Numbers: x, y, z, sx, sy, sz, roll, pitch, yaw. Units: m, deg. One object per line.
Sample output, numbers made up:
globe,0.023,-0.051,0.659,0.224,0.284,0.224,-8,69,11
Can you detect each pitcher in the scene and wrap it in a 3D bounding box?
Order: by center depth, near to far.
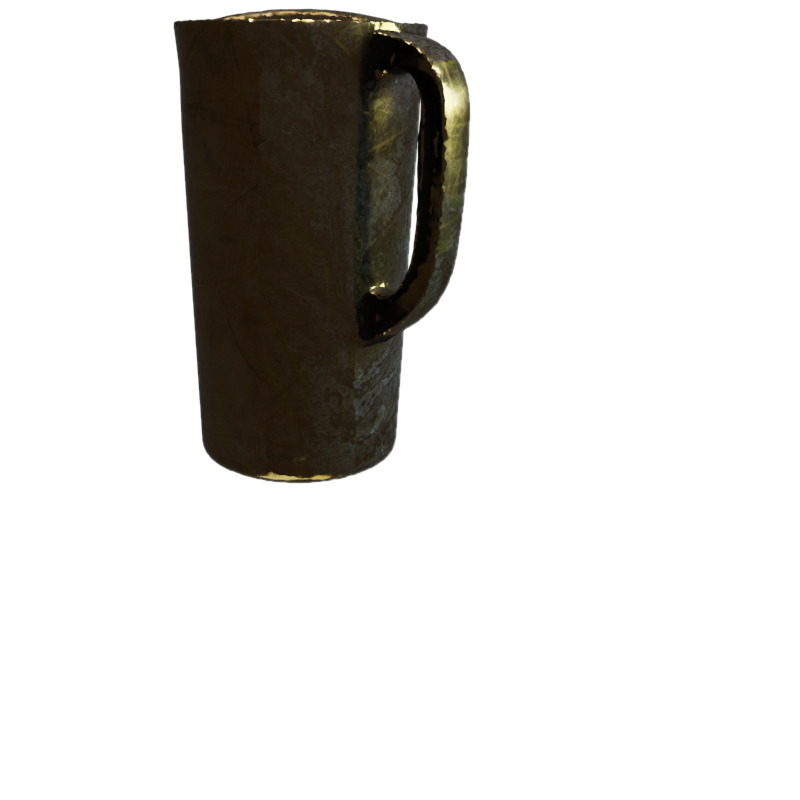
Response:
pitcher,-0.046,-0.084,0.590,0.144,0.237,0.154,0,12,-3
